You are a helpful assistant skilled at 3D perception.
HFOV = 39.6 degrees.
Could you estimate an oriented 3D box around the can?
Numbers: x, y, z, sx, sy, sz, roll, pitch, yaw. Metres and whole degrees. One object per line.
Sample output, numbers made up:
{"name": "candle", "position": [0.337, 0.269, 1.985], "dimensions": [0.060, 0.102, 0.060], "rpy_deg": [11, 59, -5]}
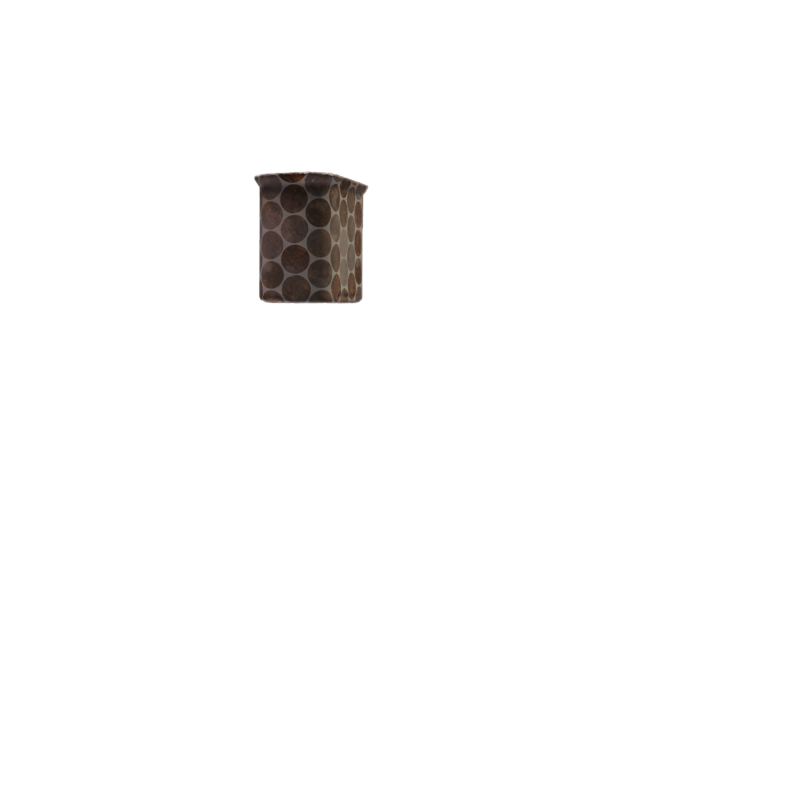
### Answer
{"name": "can", "position": [-0.059, -0.107, 0.753], "dimensions": [0.059, 0.084, 0.100], "rpy_deg": [0, 2, 16]}
